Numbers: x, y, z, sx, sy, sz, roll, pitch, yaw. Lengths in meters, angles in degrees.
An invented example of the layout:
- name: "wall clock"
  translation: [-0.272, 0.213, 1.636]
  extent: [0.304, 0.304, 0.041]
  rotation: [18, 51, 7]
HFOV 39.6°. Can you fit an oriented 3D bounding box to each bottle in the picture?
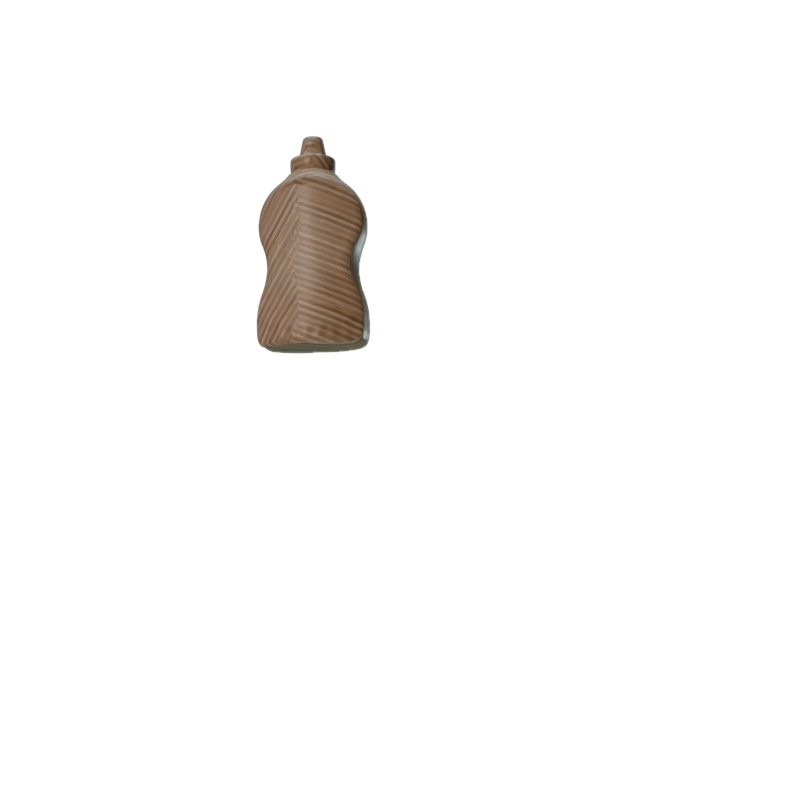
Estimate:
- name: "bottle"
  translation: [-0.077, -0.140, 0.980]
  extent: [0.097, 0.198, 0.055]
  rotation: [-4, -14, 13]
